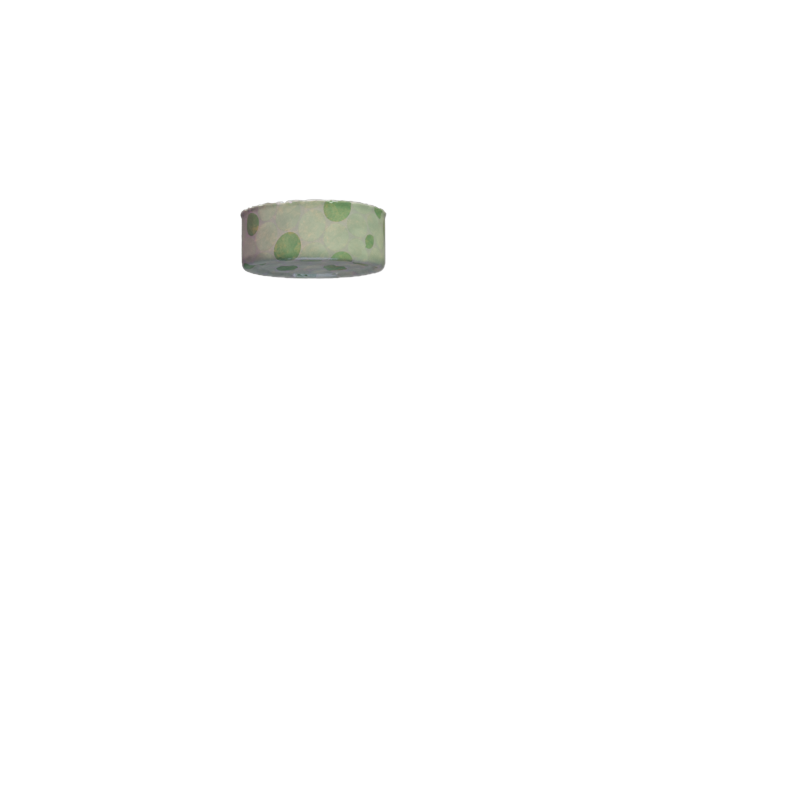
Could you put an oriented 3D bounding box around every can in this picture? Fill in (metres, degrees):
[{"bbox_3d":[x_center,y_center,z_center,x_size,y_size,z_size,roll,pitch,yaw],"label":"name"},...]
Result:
[{"bbox_3d":[-0.051,-0.093,0.650,0.086,0.034,0.085,0,-3,-2],"label":"can"}]
